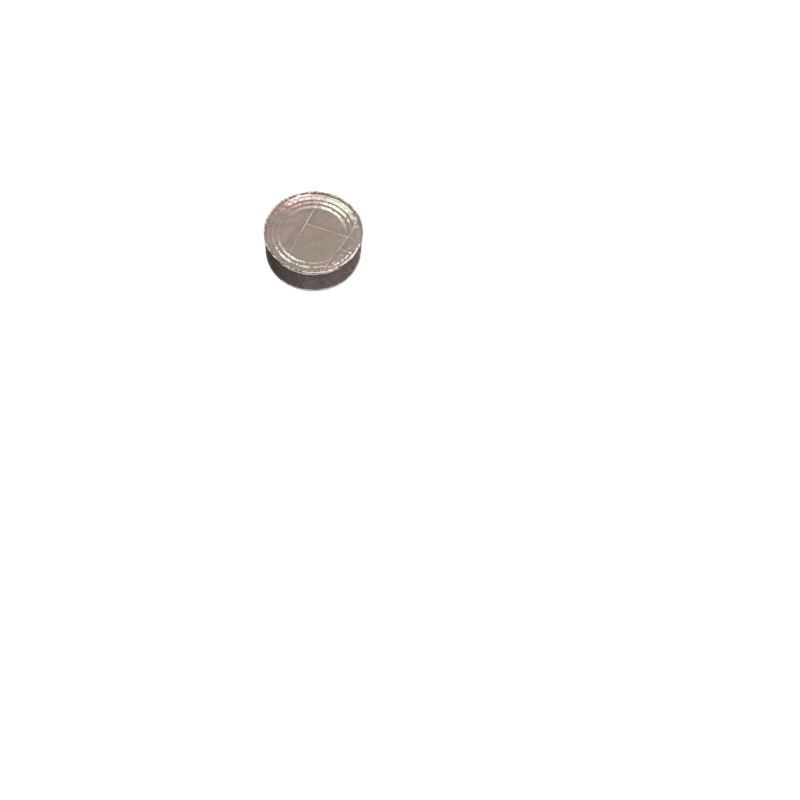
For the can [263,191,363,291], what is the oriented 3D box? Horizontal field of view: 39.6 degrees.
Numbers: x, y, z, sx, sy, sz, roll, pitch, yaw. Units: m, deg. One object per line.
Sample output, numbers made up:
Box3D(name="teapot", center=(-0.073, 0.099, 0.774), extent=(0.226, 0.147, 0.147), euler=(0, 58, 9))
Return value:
Box3D(name="can", center=(-0.076, -0.138, 0.967), extent=(0.086, 0.092, 0.031), euler=(-1, -31, -1))
